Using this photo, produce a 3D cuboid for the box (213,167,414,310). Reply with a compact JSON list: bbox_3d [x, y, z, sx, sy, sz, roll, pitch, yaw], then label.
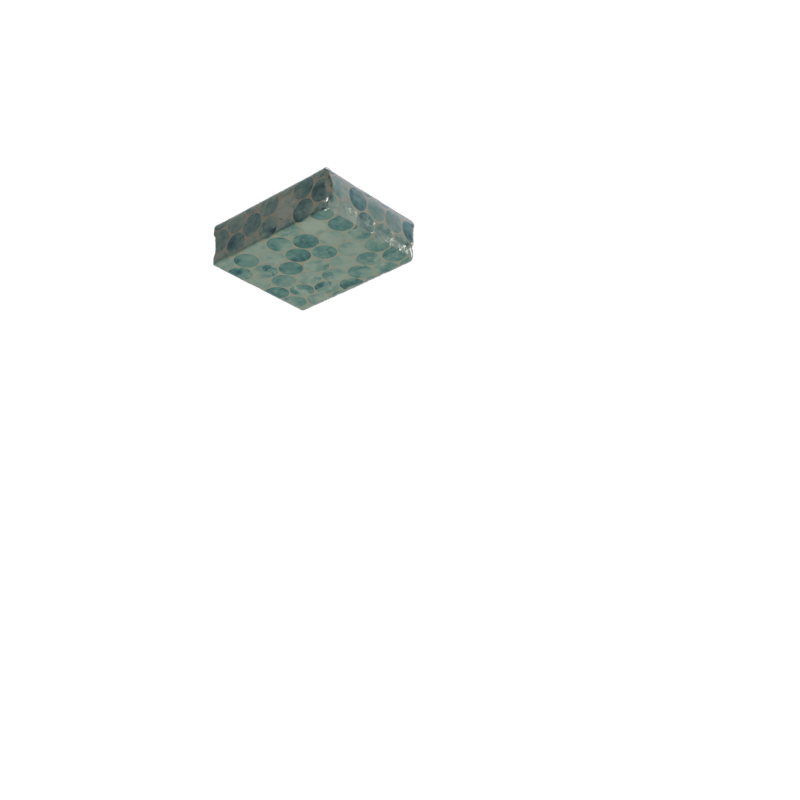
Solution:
[{"bbox_3d":[-0.048,-0.088,0.619,0.090,0.032,0.068,-22,-33,36],"label":"box"}]
